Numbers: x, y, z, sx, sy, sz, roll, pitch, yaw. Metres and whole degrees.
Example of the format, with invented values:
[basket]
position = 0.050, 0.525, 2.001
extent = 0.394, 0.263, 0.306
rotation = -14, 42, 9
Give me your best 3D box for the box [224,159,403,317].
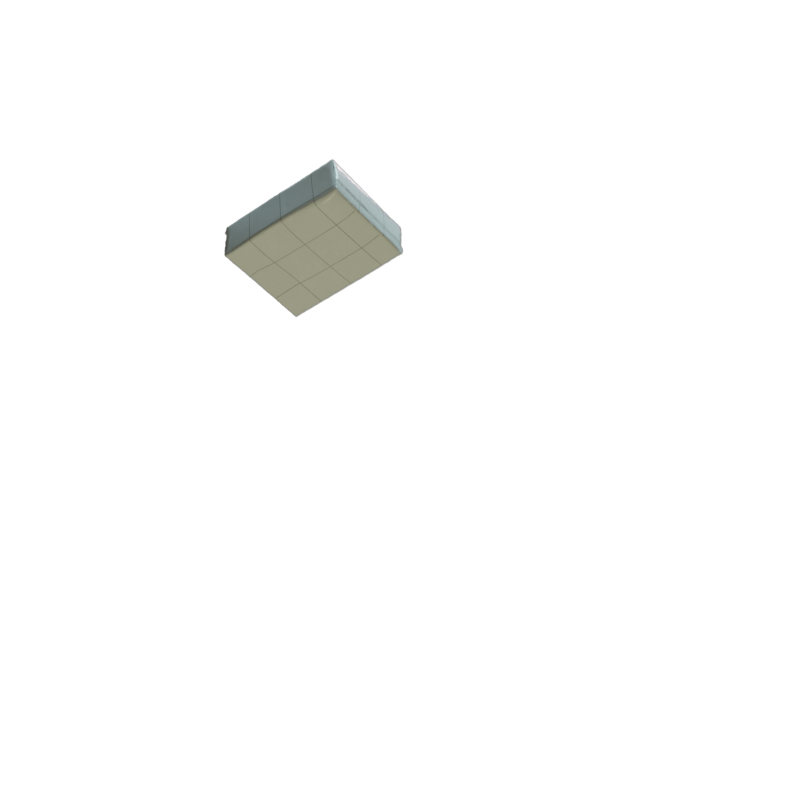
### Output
[box]
position = -0.068, -0.125, 0.873
extent = 0.113, 0.042, 0.084
rotation = -27, -49, 26
